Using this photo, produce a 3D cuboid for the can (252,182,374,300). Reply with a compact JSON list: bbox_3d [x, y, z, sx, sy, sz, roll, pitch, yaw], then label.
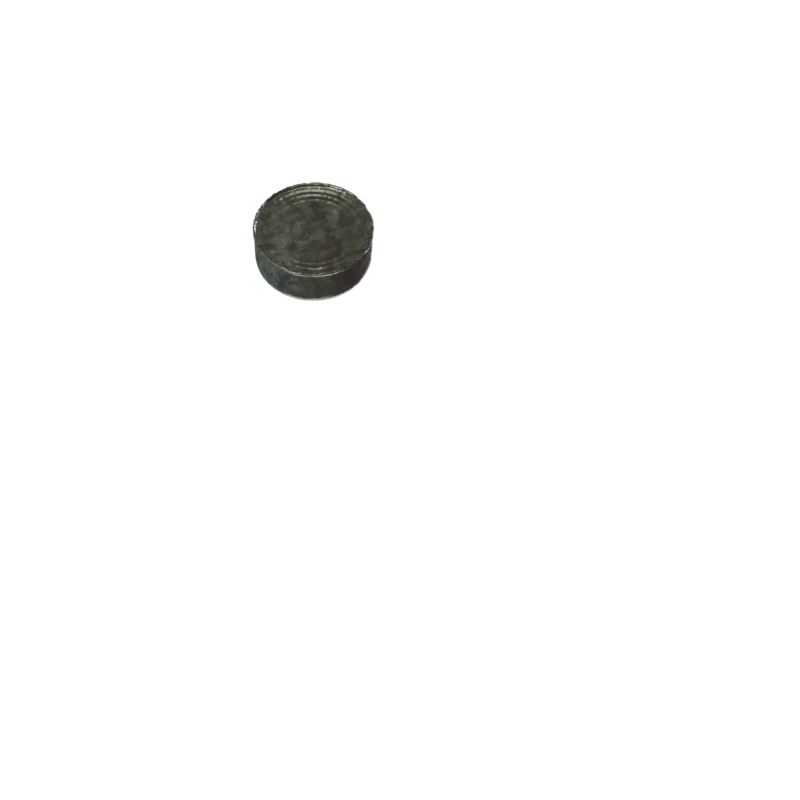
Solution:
[{"bbox_3d":[-0.062,-0.113,0.793,0.086,0.092,0.031,-1,-36,-1],"label":"can"}]
